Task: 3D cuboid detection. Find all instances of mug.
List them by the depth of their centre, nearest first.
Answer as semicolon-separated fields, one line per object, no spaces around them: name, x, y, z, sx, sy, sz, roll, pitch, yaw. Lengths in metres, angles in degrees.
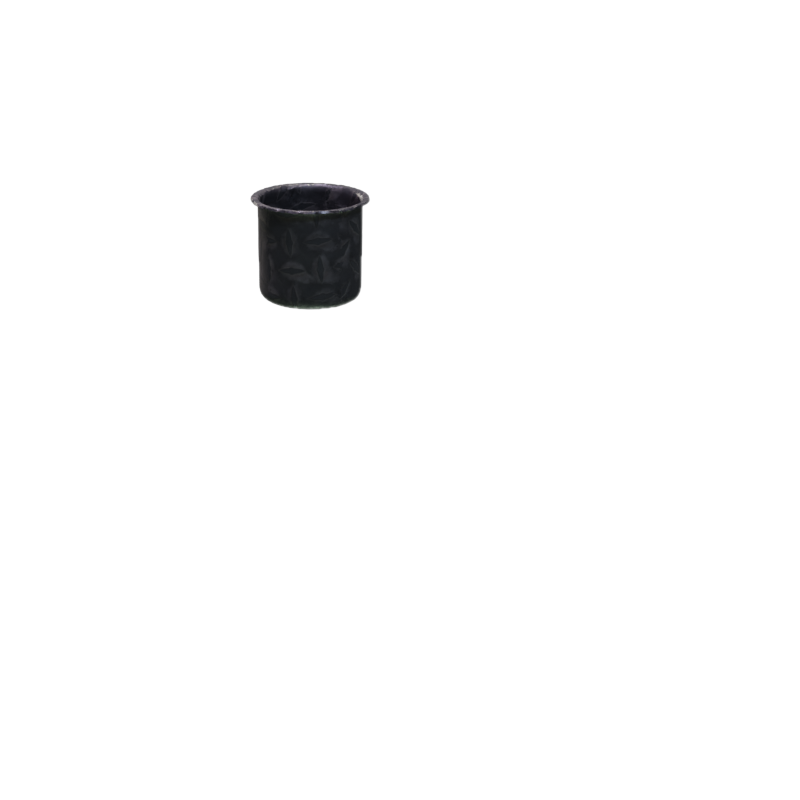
mug;-0.069;-0.127;0.887;0.094;0.078;0.121;4;22;8
